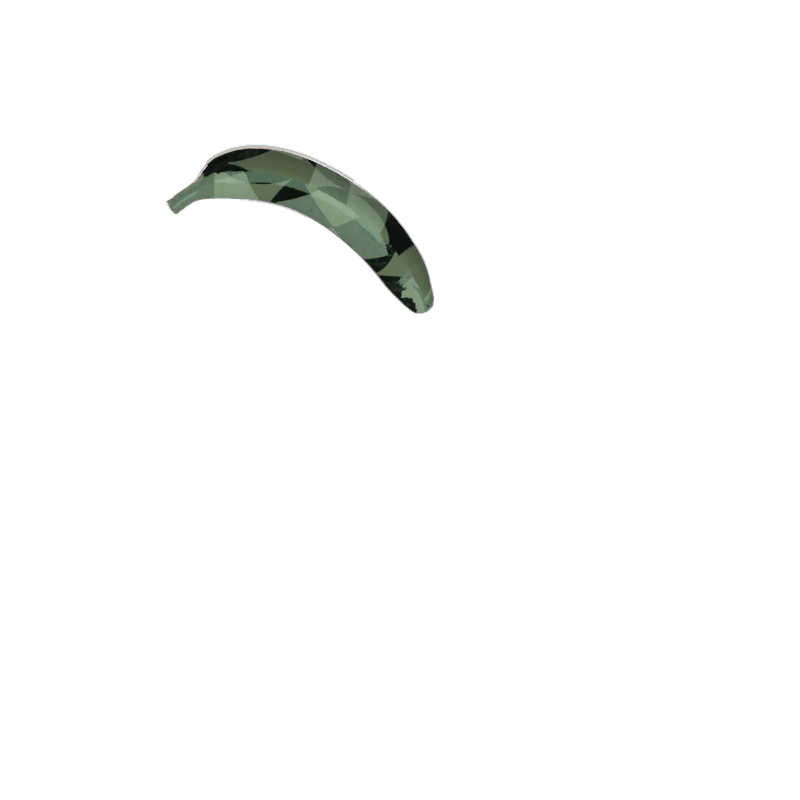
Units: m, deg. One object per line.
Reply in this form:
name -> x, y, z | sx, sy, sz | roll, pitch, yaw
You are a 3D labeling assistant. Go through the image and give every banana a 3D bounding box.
banana -> -0.055, -0.124, 0.753 | 0.193, 0.067, 0.039 | 23, 23, -10
